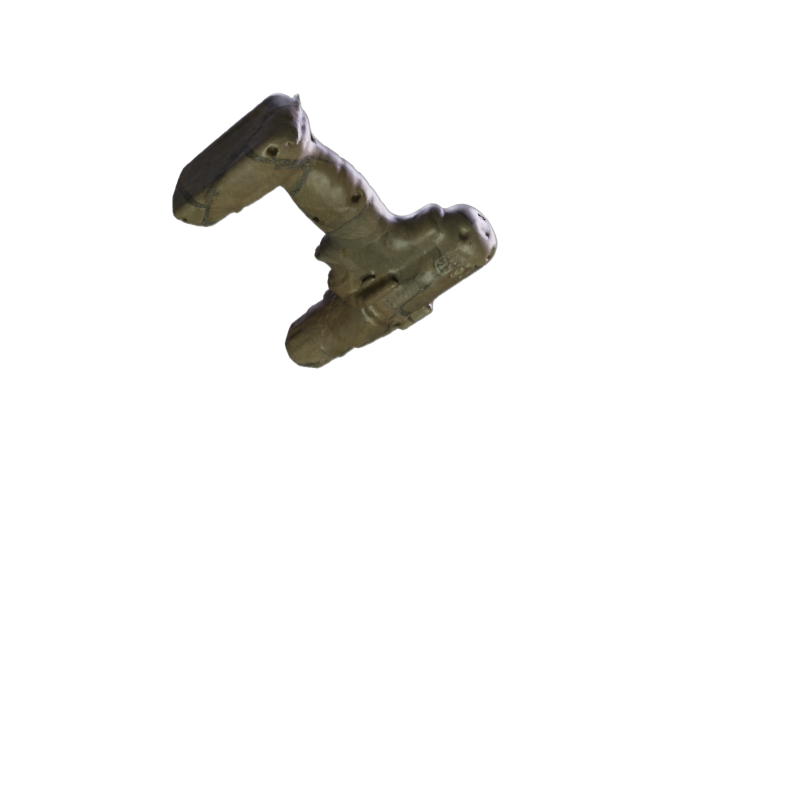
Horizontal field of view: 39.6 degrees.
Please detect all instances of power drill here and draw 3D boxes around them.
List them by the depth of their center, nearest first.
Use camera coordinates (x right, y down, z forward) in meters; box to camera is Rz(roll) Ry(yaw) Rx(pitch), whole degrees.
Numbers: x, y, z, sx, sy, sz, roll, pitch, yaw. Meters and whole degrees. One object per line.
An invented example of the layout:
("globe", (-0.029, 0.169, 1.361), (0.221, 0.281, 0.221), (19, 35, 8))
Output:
("power drill", (-0.058, -0.106, 0.743), (0.183, 0.062, 0.176), (-34, -53, 31))
